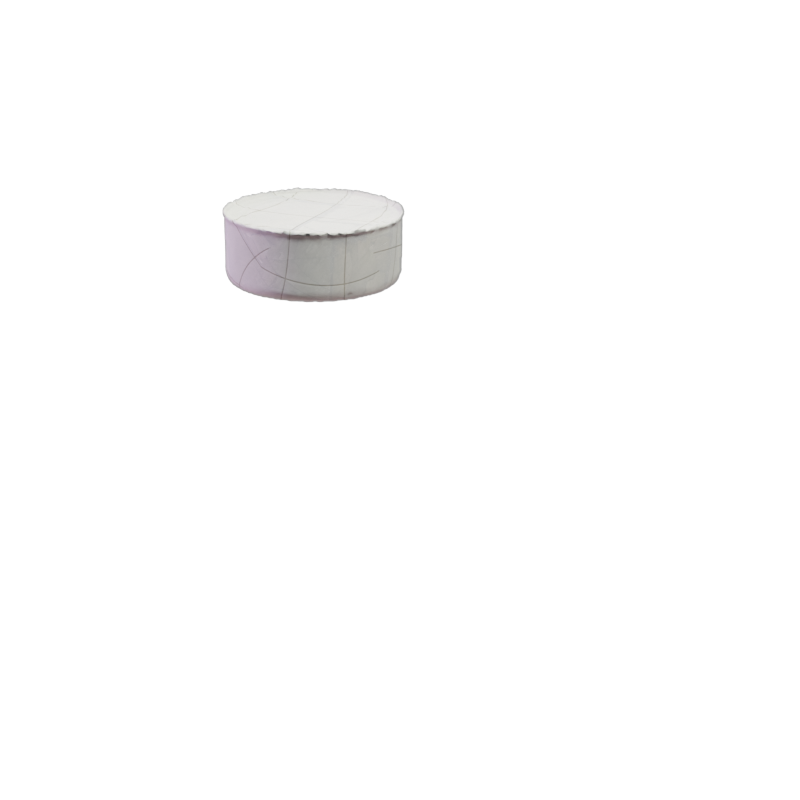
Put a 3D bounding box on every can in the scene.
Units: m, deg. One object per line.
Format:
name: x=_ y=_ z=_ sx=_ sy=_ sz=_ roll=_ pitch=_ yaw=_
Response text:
can: x=-0.041 y=-0.075 z=0.528 sx=0.086 sy=0.032 sz=0.090 roll=-1 pitch=22 yaw=-2
